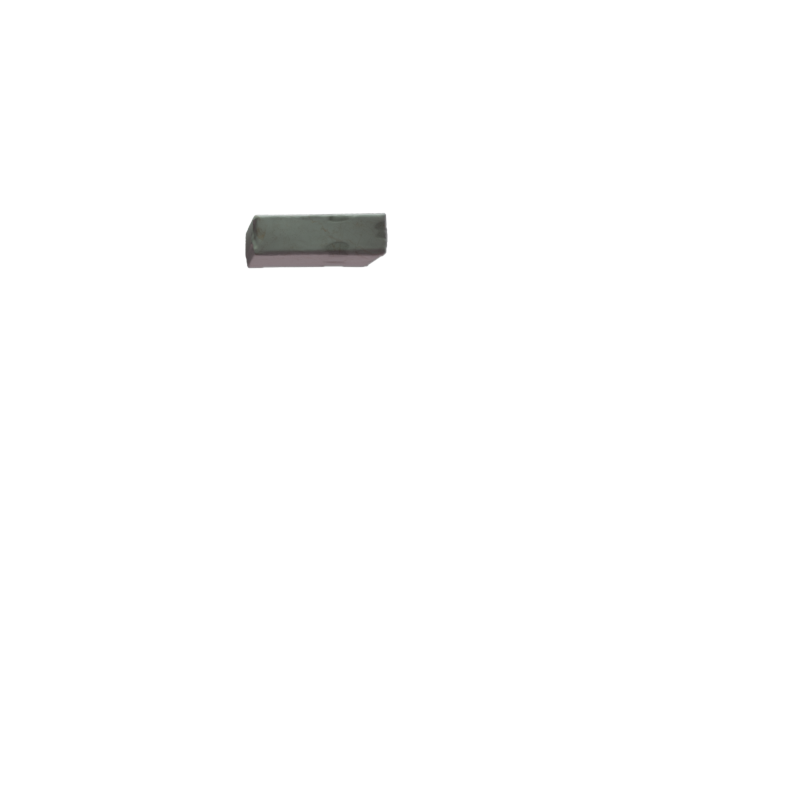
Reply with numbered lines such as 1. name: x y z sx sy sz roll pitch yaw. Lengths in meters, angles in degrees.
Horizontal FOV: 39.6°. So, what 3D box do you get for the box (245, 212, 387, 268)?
1. box: -0.074 -0.135 0.947 0.112 0.039 0.090 0 0 -9
